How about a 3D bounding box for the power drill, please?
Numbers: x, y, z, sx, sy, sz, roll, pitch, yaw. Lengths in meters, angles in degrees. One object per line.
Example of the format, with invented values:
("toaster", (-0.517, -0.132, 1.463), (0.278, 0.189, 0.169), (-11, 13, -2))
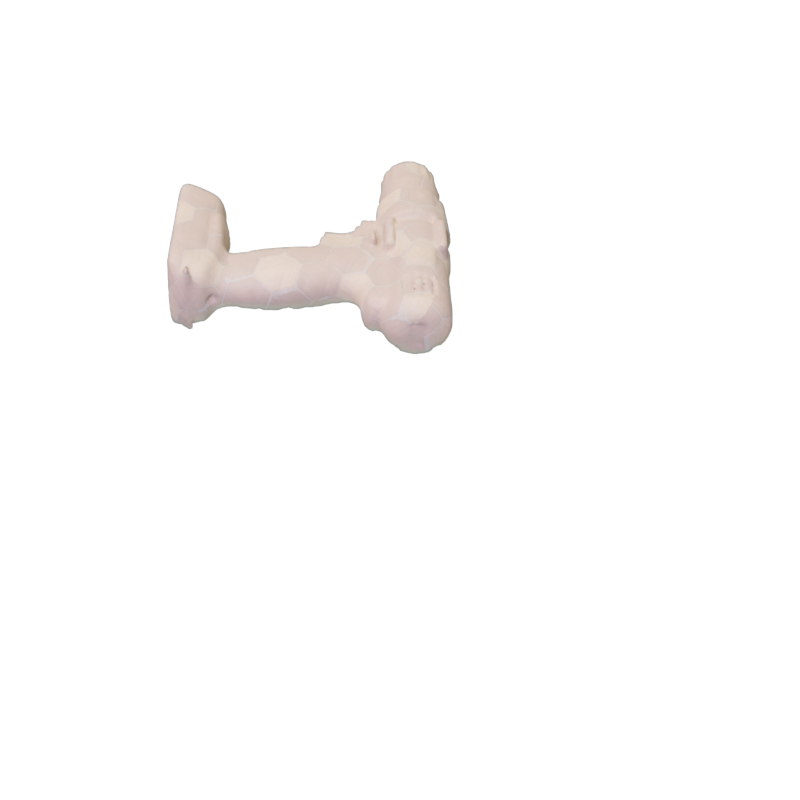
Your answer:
("power drill", (-0.059, -0.108, 0.754), (0.188, 0.054, 0.197), (0, 40, 0))
